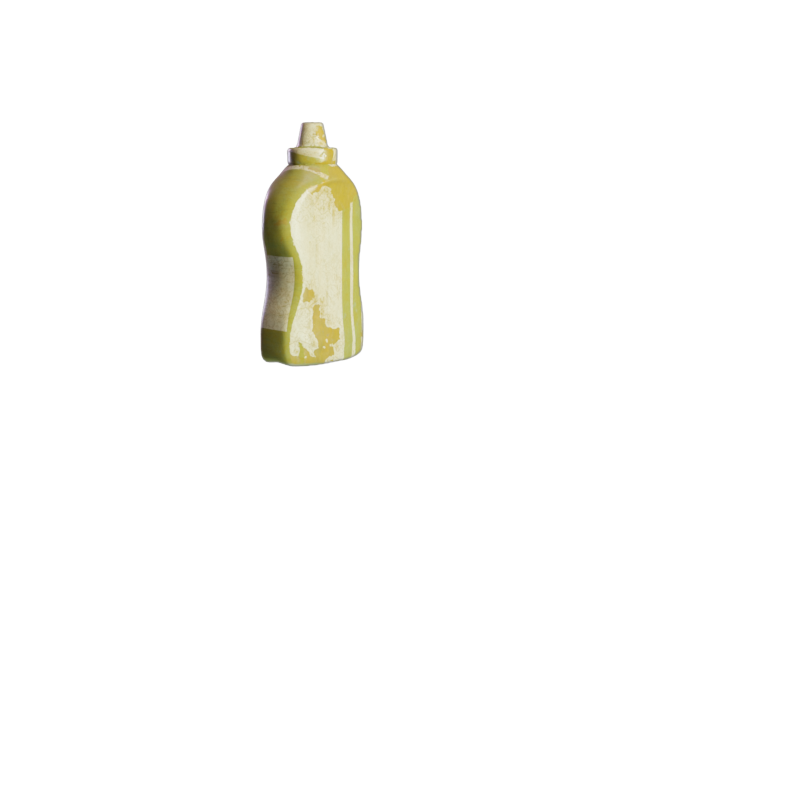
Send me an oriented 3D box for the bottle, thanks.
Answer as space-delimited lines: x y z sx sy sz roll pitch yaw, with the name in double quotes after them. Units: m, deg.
-0.071 -0.128 0.896 0.061 0.189 0.093 5 7 41 "bottle"
